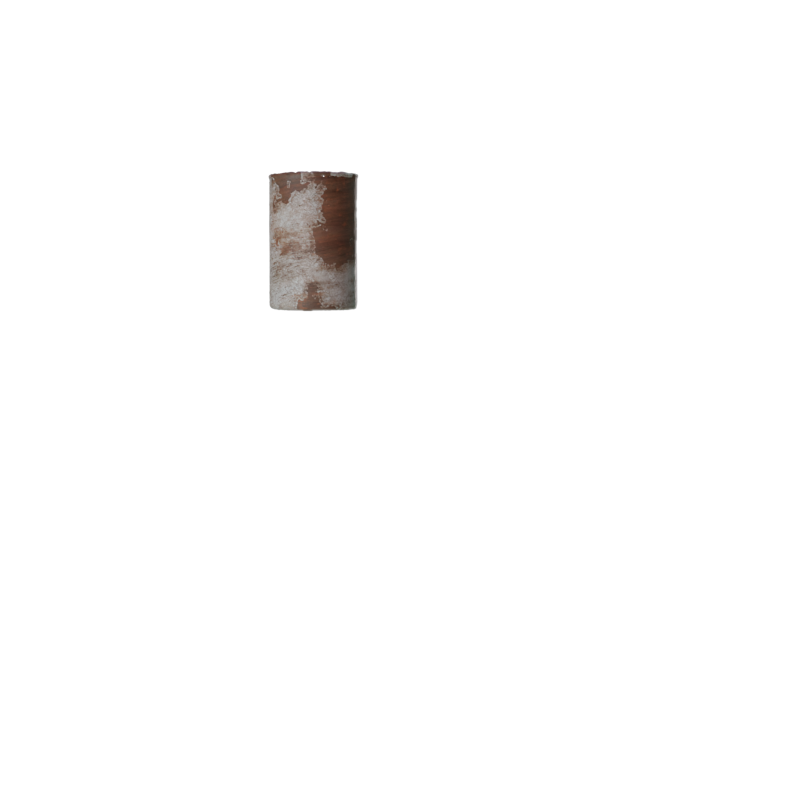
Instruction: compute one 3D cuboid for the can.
[{"bbox_3d":[-0.066,-0.120,0.839,0.068,0.102,0.069,0,1,-2],"label":"can"}]
